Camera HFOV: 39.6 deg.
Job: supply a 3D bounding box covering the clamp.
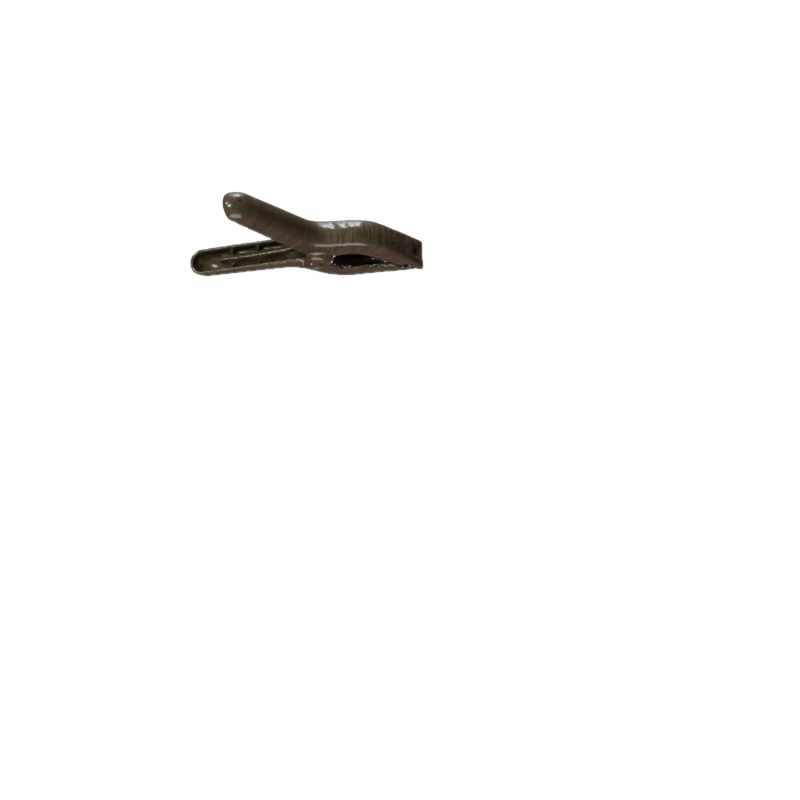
[{"bbox_3d":[-0.077,-0.141,0.986,0.207,0.038,0.161,2,-12,-10],"label":"clamp"}]
